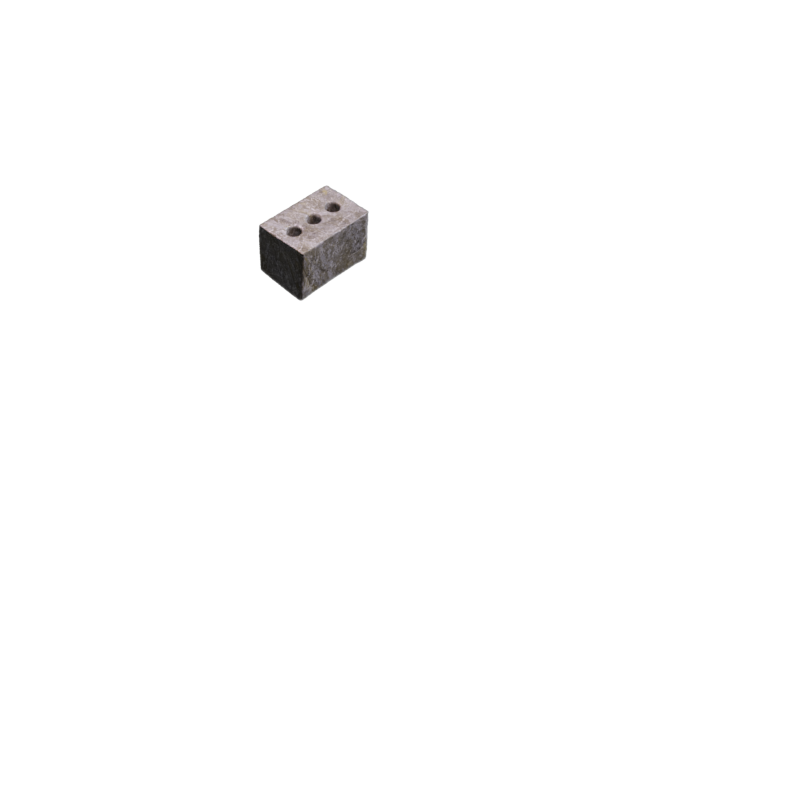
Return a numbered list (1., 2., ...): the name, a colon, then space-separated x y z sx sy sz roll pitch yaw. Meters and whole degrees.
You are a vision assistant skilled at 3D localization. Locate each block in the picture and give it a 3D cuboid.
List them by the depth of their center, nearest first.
1. block: -0.071 -0.130 0.913 0.056 0.048 0.079 35 54 28
